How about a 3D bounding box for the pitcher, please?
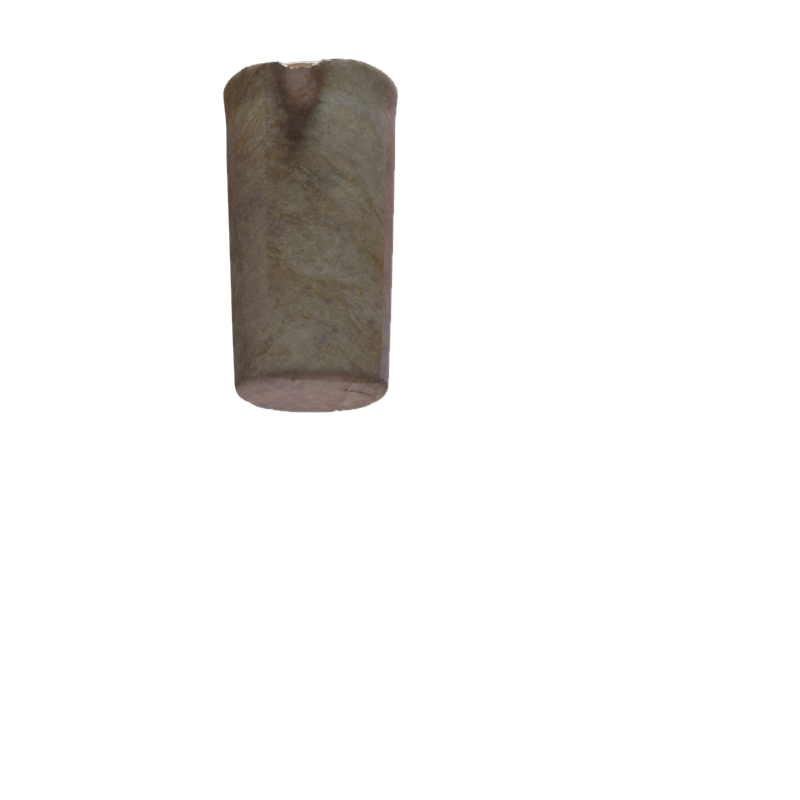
[{"bbox_3d":[-0.064,-0.117,0.820,0.141,0.253,0.147,14,-22,-41],"label":"pitcher"}]
